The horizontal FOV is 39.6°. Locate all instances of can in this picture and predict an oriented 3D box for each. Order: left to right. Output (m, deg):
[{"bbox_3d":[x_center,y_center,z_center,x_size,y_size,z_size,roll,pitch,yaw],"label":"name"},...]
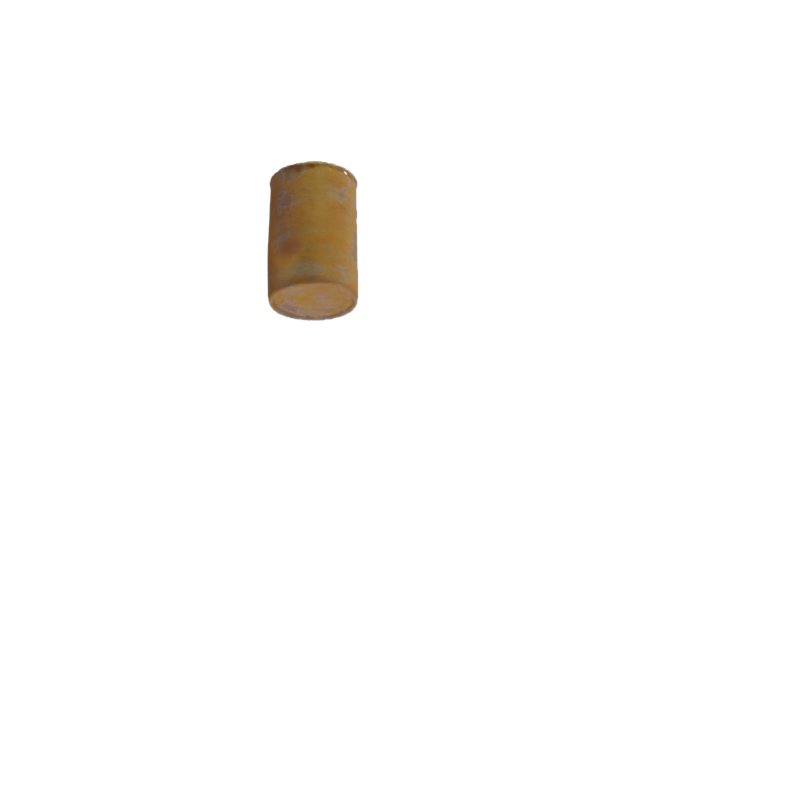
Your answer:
[{"bbox_3d":[-0.065,-0.119,0.834,0.068,0.108,0.065,0,-25,-2],"label":"can"}]
